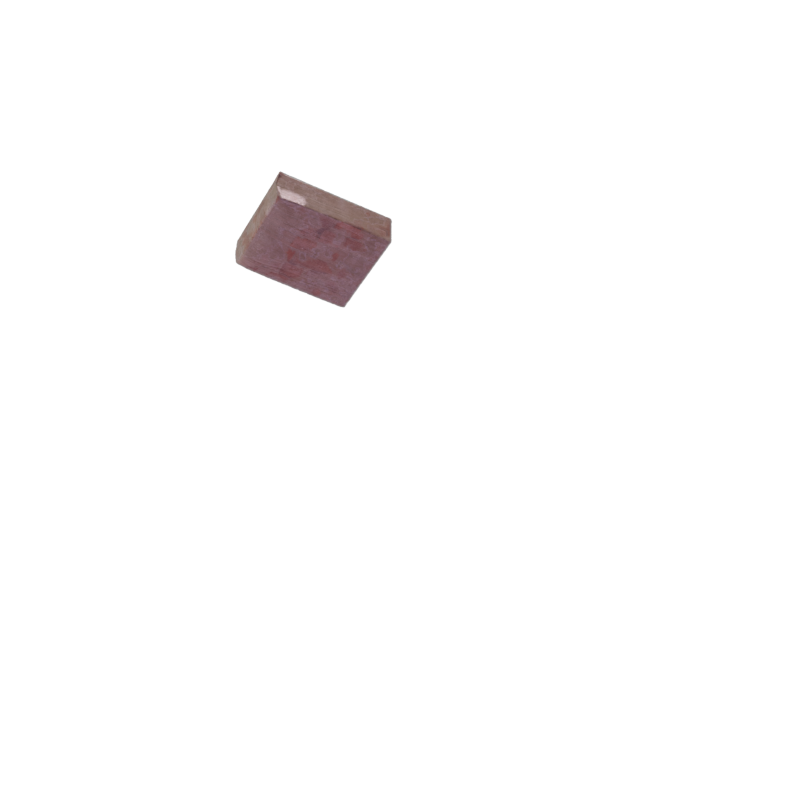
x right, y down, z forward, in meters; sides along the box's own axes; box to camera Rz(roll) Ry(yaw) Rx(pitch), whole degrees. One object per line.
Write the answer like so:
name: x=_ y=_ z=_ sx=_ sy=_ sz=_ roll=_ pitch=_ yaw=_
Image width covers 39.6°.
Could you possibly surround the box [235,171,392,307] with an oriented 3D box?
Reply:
box: x=-0.076 y=-0.139 z=0.972 sx=0.109 sy=0.042 sz=0.087 roll=21 pitch=-50 yaw=-19
